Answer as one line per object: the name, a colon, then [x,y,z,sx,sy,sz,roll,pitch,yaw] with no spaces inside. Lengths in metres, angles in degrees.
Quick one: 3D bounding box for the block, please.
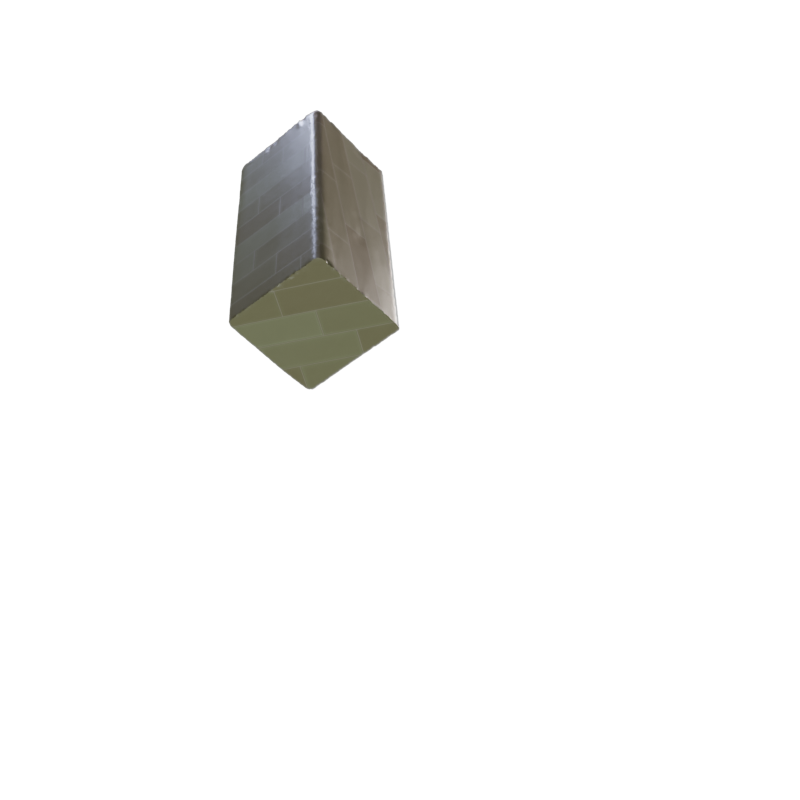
block: [-0.068,-0.123,0.863,0.090,0.221,0.085,-35,-56,23]
